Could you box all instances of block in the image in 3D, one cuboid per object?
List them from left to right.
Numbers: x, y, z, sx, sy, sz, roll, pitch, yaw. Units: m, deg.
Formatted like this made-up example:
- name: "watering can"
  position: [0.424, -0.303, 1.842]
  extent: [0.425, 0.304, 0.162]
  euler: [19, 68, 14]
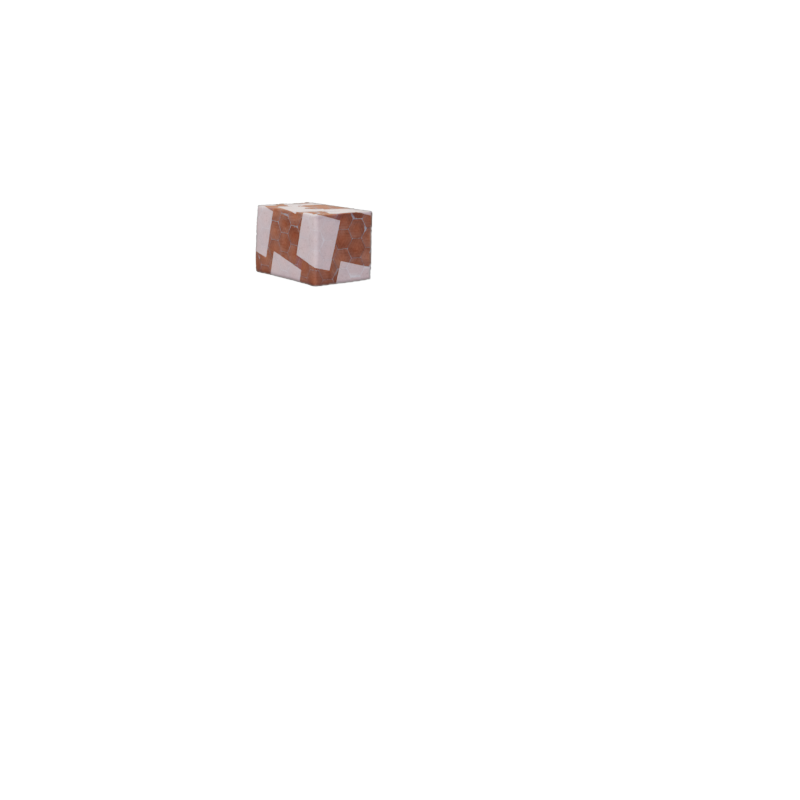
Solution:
- name: "block"
  position: [-0.064, -0.116, 0.813]
  extent: [0.051, 0.050, 0.082]
  euler: [-9, 17, -37]
